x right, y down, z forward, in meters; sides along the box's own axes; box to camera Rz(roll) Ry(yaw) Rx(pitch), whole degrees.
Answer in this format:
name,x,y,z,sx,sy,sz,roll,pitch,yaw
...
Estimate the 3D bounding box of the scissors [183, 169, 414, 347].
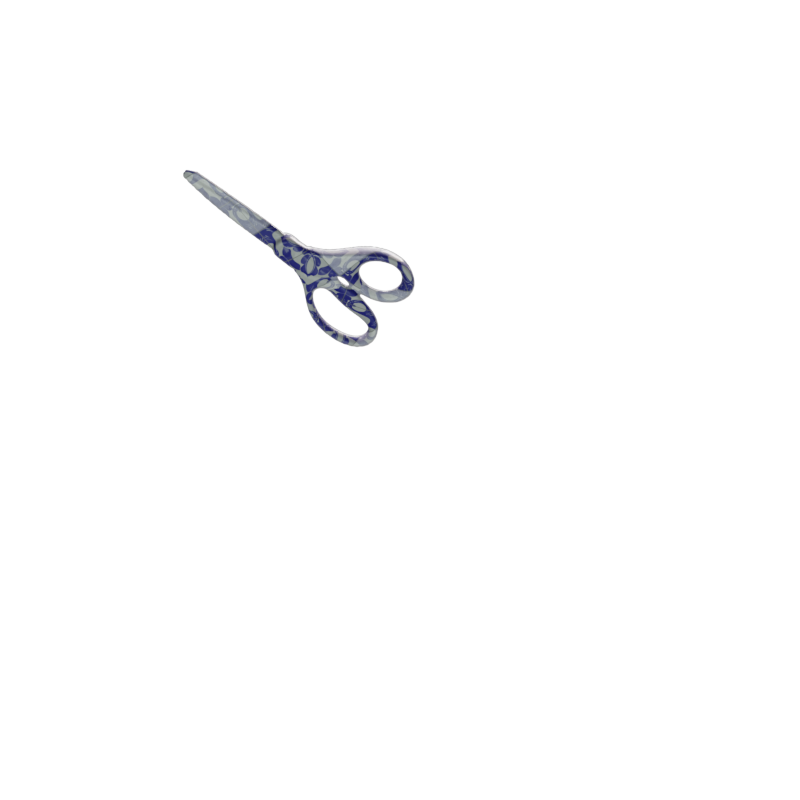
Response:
name,x,y,z,sx,sy,sz,roll,pitch,yaw
scissors,-0.065,-0.119,0.835,0.096,0.189,0.017,-29,29,17
